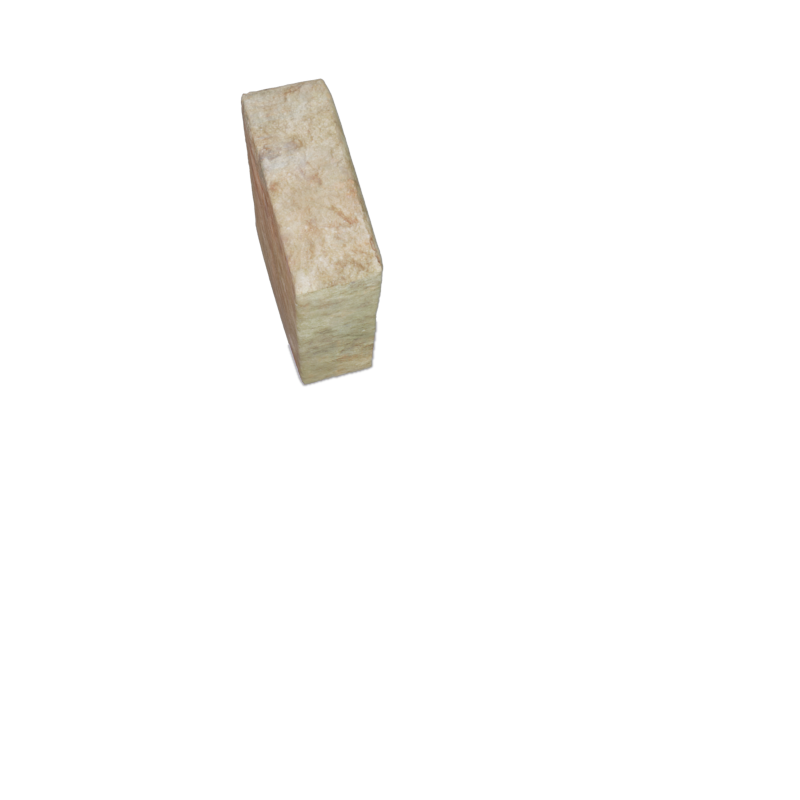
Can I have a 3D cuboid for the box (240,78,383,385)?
[{"bbox_3d":[-0.068,-0.124,0.868,0.071,0.173,0.204,-14,-19,-8],"label":"box"}]
